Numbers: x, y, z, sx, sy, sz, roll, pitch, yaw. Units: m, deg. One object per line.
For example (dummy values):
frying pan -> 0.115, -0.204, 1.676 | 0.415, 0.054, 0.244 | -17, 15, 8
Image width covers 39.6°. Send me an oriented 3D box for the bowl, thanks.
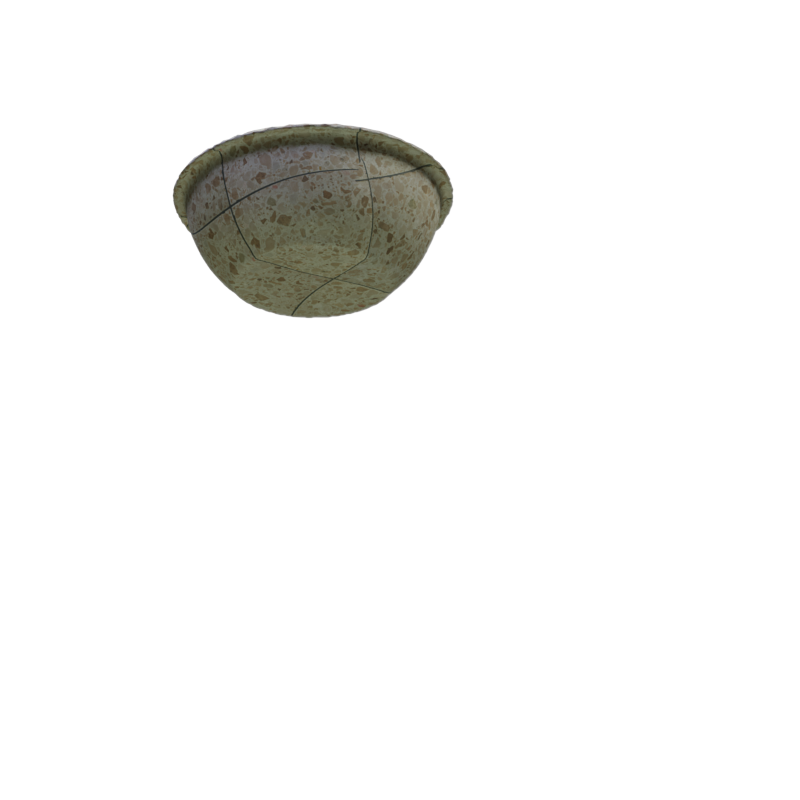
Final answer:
bowl -> -0.049, -0.090, 0.628 | 0.162, 0.058, 0.154 | 1, -22, -2
